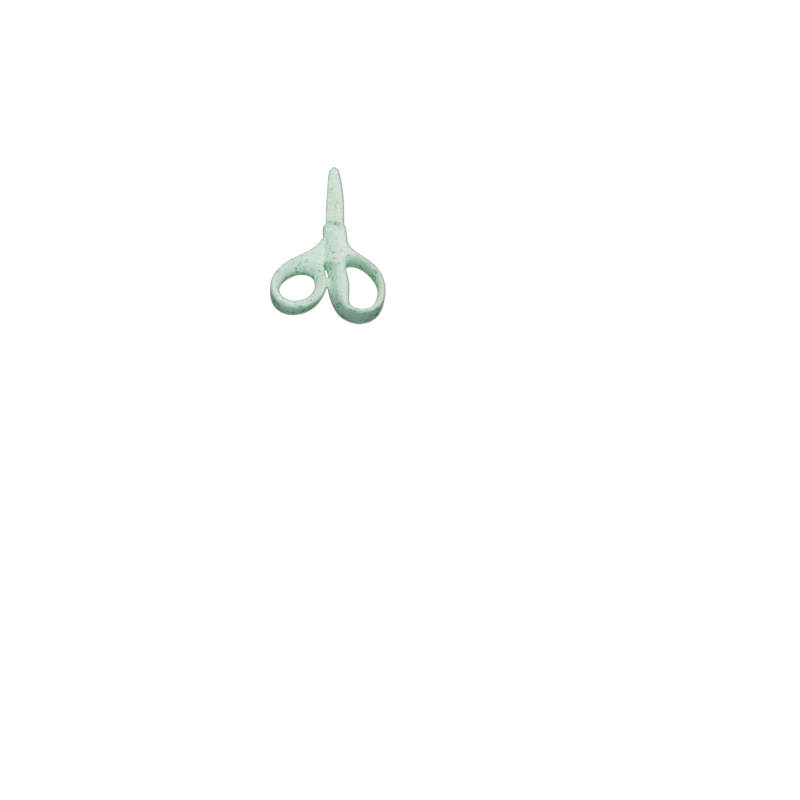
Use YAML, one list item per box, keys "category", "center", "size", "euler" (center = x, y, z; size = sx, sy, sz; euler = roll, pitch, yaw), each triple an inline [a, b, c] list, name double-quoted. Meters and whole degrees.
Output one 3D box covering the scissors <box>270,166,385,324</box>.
- category: "scissors"
  center: [-0.070, -0.127, 0.891]
  size: [0.095, 0.015, 0.218]
  euler: [-11, 42, -12]
